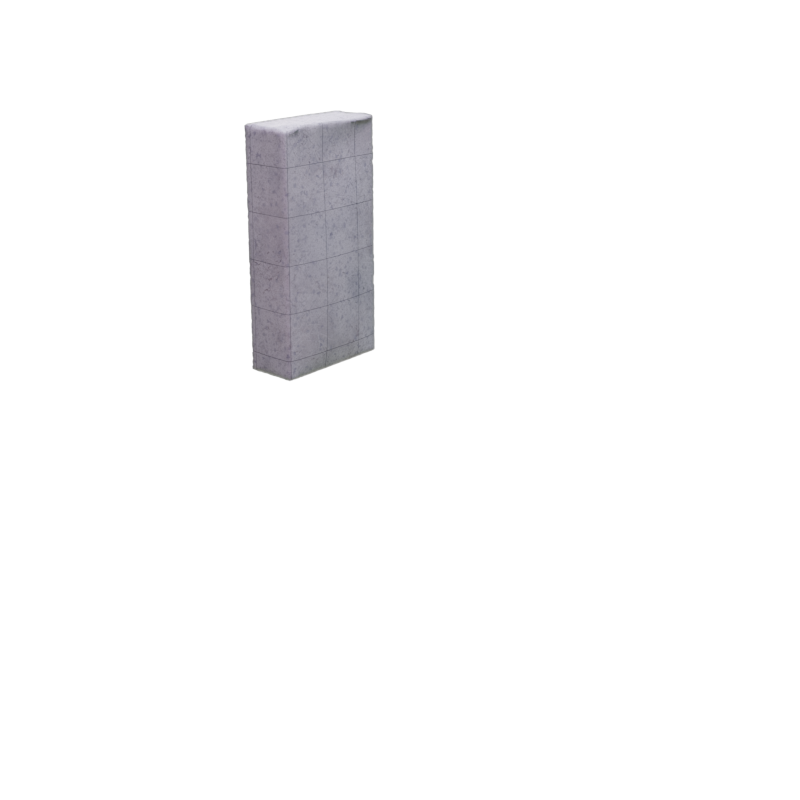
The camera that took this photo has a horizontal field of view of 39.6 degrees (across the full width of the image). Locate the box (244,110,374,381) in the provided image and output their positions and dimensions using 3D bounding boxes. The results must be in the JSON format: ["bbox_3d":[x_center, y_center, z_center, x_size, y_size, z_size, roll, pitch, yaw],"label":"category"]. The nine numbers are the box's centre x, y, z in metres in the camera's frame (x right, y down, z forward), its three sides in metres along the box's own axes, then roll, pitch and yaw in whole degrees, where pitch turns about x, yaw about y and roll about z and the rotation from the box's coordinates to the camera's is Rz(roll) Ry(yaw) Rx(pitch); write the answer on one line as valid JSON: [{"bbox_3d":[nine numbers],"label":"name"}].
[{"bbox_3d":[-0.061,-0.112,0.784,0.051,0.170,0.092,15,22,38],"label":"box"}]
